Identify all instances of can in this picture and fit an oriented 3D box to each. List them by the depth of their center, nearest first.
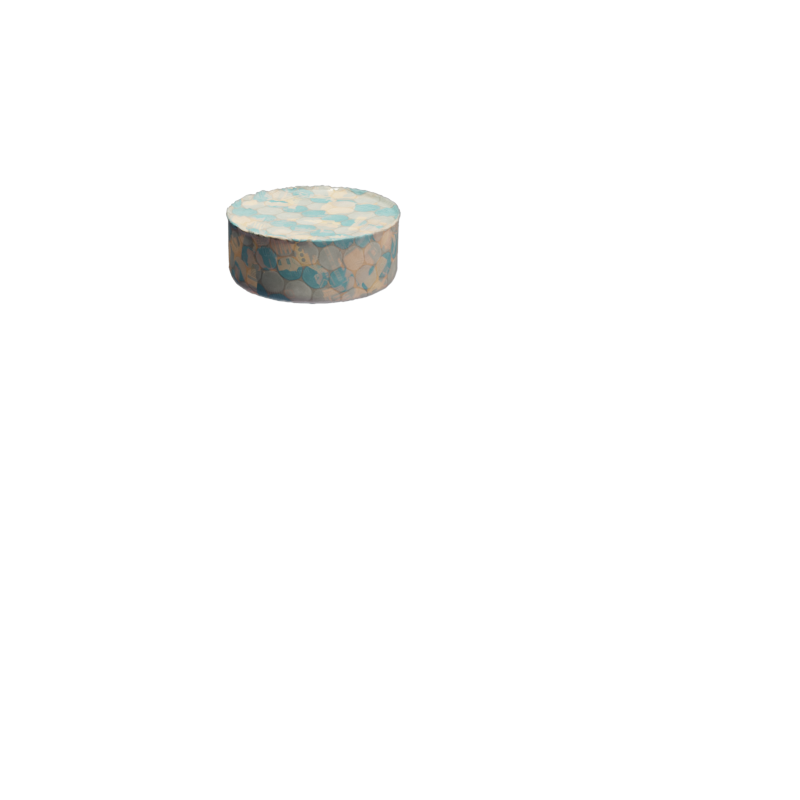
[{"bbox_3d":[-0.043,-0.079,0.550,0.086,0.032,0.090,-1,26,-2],"label":"can"}]
